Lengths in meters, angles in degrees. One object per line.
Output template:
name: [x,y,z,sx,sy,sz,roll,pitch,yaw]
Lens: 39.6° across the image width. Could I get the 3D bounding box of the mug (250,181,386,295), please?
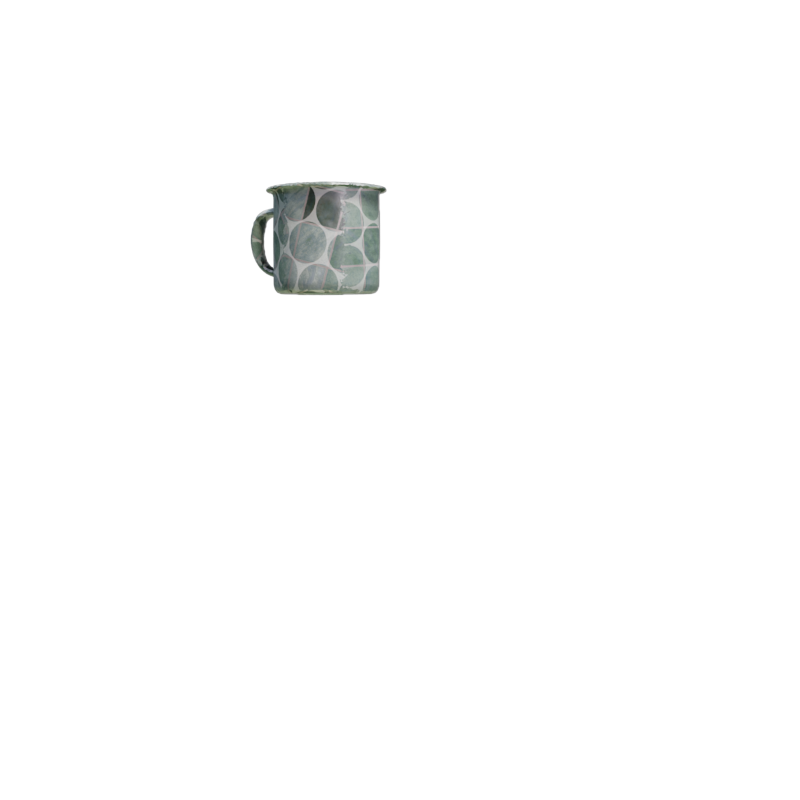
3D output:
mug: [-0.067,-0.122,0.857,0.121,0.082,0.090,1,1,30]
